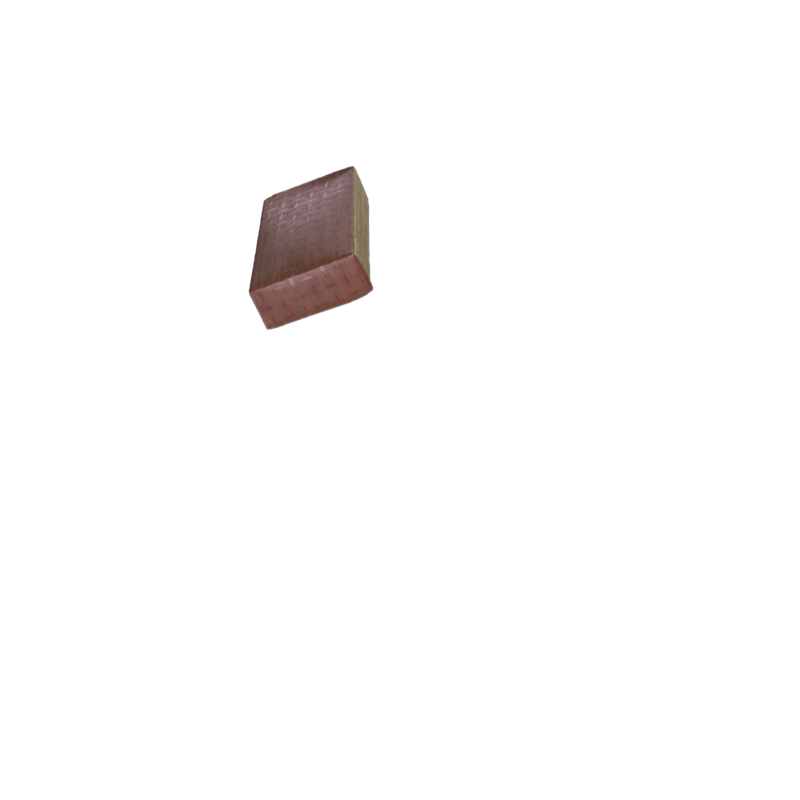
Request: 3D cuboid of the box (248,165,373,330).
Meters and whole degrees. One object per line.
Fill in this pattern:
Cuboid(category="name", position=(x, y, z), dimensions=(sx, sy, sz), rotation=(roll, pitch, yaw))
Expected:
Cuboid(category="box", position=(-0.074, -0.134, 0.939), dimensions=(0.094, 0.045, 0.188), rotation=(-19, 33, 9))
